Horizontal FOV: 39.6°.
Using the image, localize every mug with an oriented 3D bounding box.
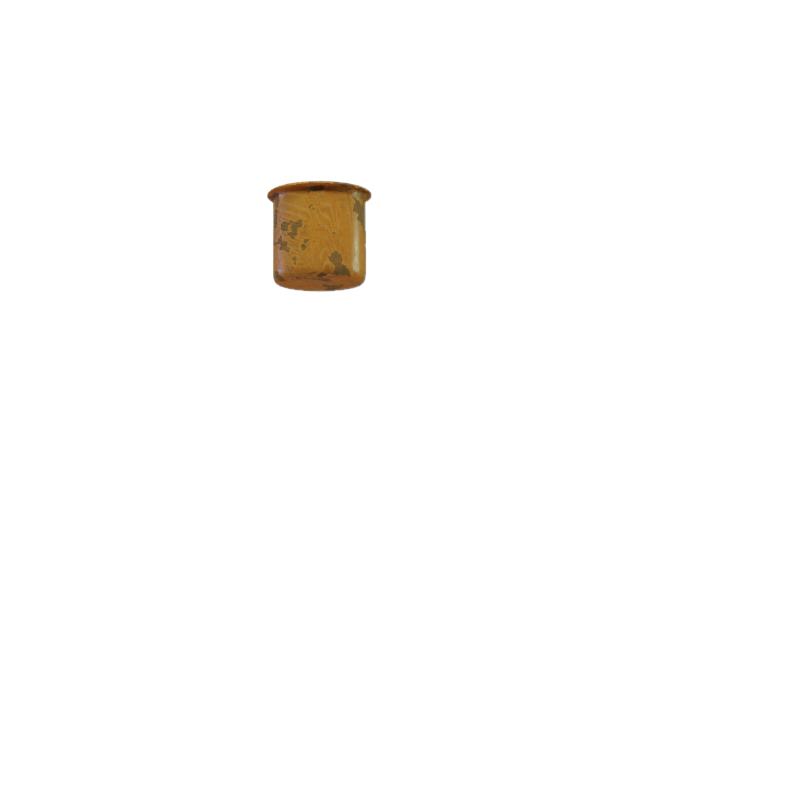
[{"bbox_3d":[-0.077,-0.141,0.986,0.090,0.084,0.119,4,-8,-29],"label":"mug"}]
